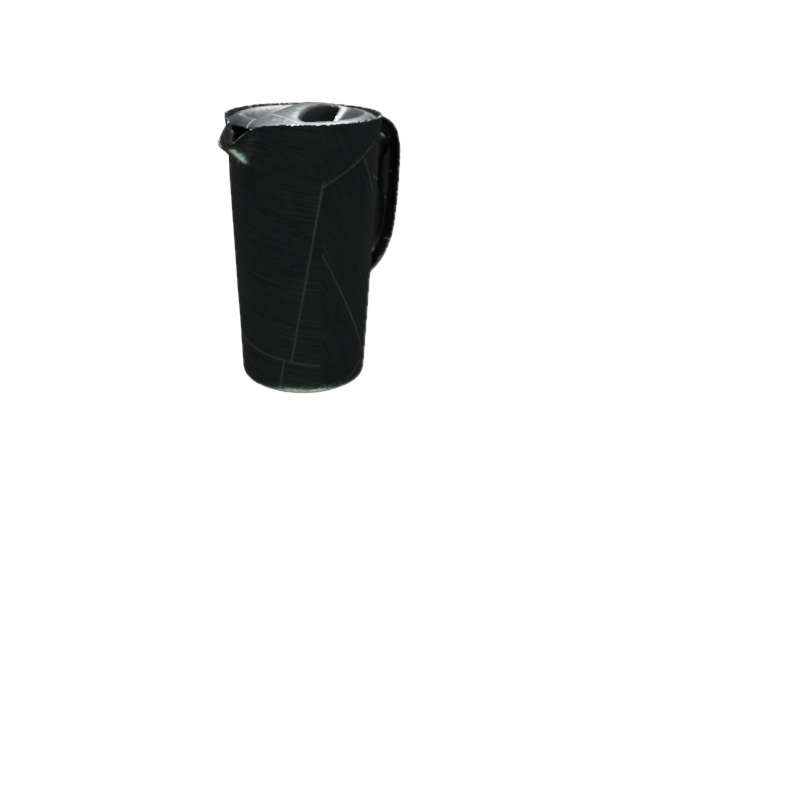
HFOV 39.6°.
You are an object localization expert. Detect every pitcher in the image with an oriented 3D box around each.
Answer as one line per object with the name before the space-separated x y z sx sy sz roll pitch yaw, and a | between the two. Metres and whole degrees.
pitcher | -0.076 -0.138 0.970 0.150 0.234 0.150 2 18 2
